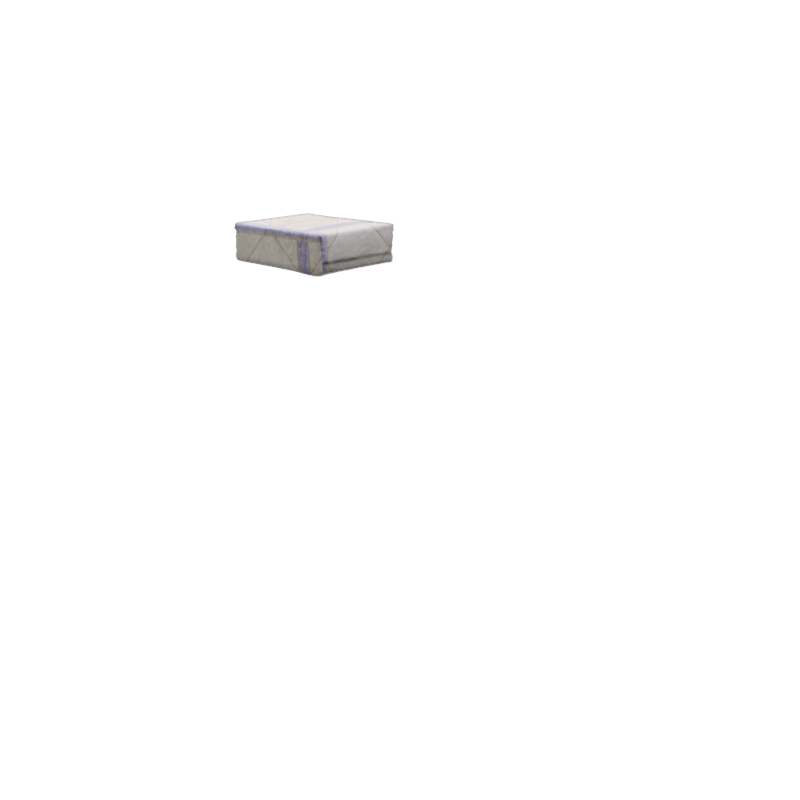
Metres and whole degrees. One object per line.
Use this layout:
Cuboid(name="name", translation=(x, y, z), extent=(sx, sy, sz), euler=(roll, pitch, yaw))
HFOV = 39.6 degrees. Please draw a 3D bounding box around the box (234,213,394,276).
Cuboid(name="box", translation=(-0.076, -0.139, 0.972), extent=(0.120, 0.038, 0.088), euler=(17, 24, 42))
